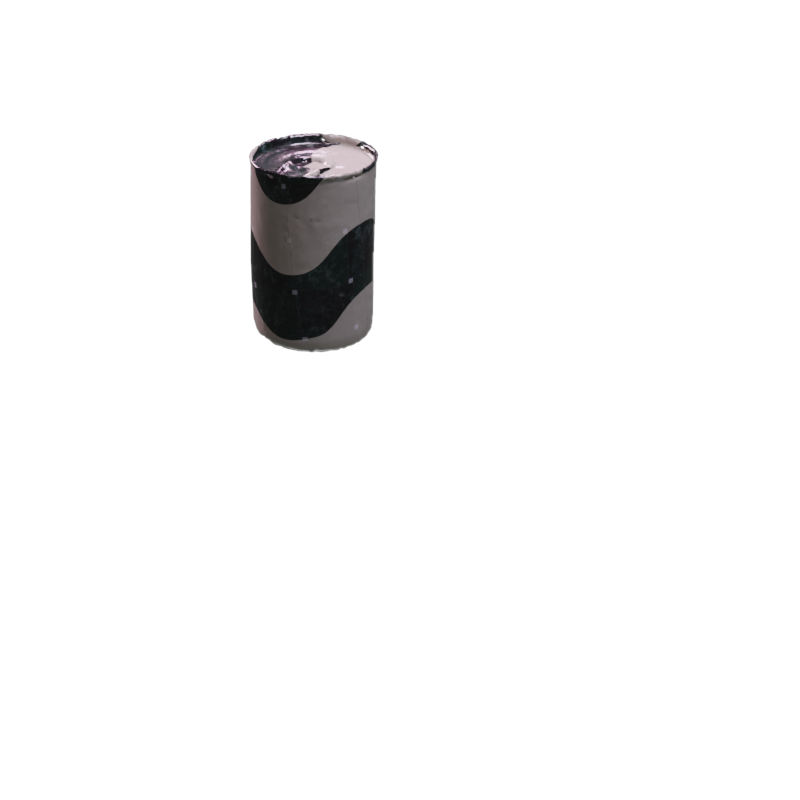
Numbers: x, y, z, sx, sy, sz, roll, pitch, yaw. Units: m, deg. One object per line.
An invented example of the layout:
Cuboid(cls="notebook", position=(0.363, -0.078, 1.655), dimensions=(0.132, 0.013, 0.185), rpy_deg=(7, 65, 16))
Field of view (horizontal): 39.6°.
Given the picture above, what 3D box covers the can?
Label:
Cuboid(cls="can", position=(-0.047, -0.086, 0.603), dimensions=(0.068, 0.097, 0.072), rpy_deg=(0, 27, -2))
